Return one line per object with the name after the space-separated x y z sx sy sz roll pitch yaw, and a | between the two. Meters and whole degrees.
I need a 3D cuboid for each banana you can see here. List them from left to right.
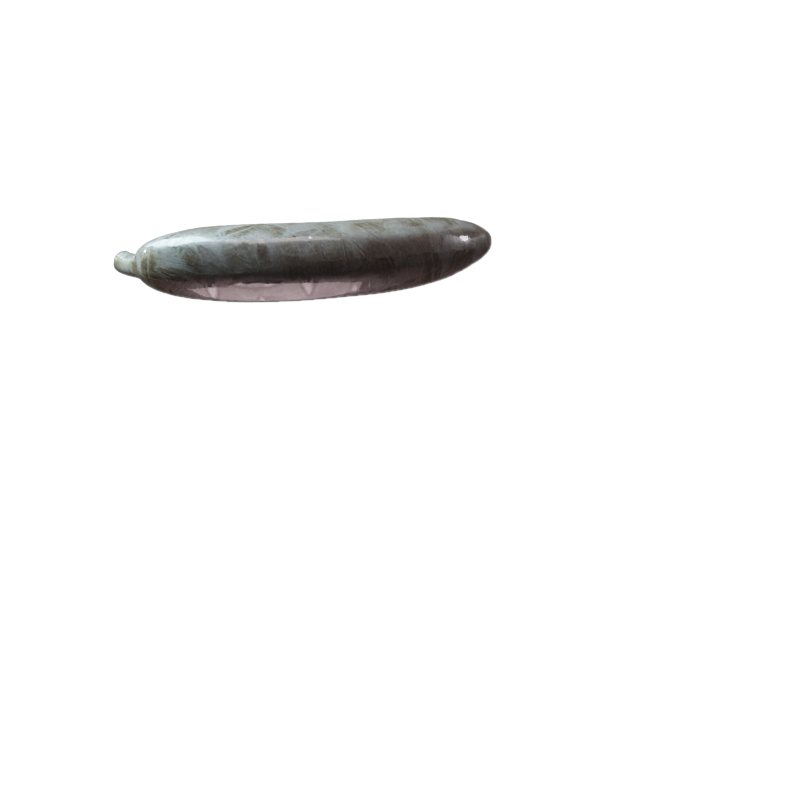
-0.045 -0.073 0.552 0.196 0.035 0.073 -2 23 -6 | banana
